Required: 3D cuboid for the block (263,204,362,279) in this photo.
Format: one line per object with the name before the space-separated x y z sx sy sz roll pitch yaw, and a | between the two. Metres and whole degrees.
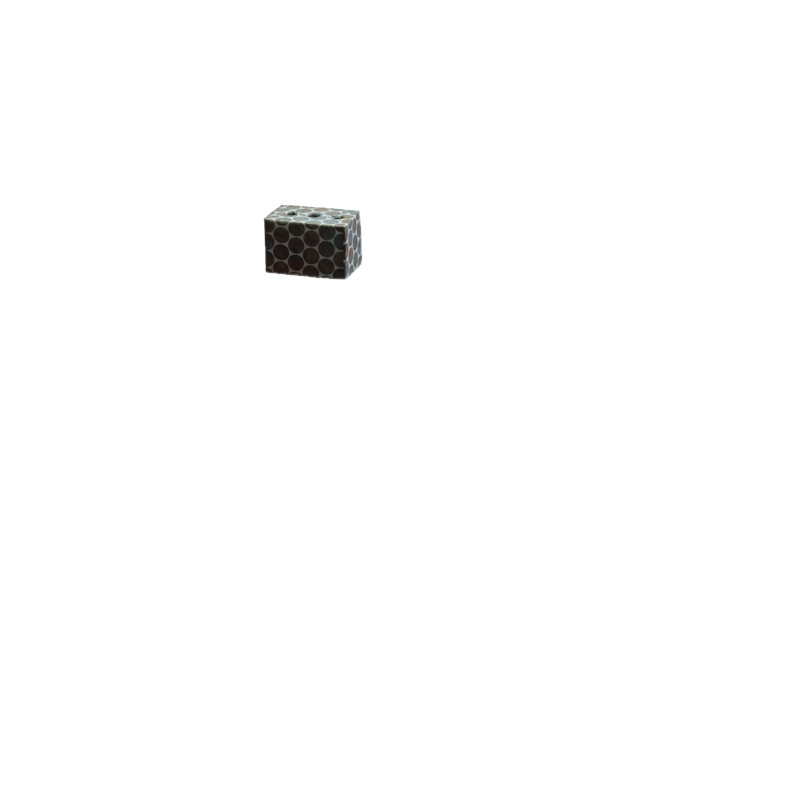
block | -0.078 -0.142 0.996 0.080 0.049 0.054 6 21 14
